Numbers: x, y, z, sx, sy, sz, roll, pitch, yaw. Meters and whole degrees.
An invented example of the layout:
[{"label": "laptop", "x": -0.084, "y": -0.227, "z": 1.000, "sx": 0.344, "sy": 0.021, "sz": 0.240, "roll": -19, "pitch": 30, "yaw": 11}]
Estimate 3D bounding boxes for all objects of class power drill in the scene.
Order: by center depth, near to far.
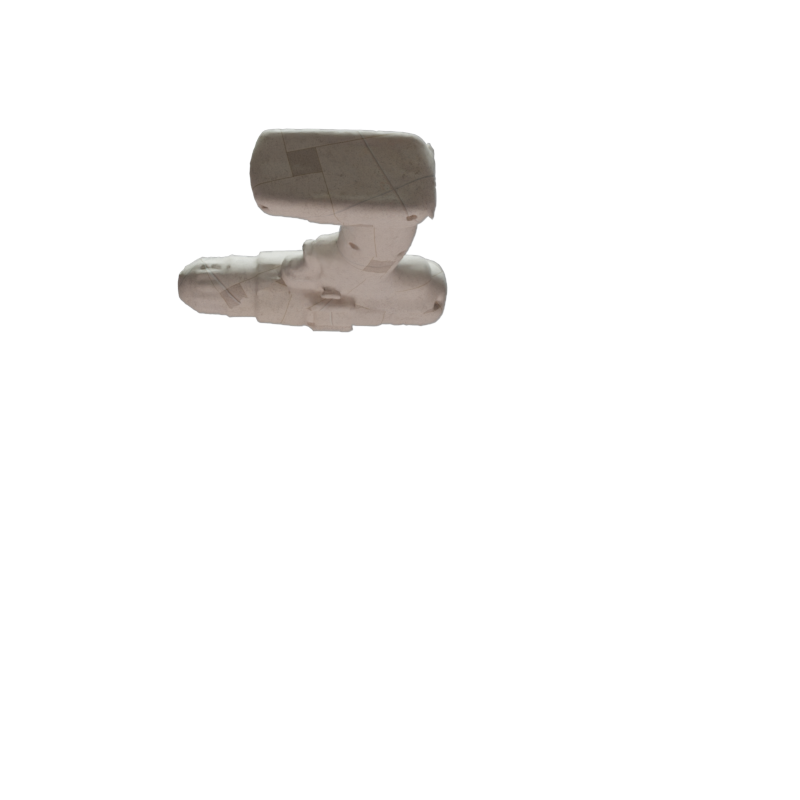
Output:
[{"label": "power drill", "x": -0.055, "y": -0.100, "z": 0.702, "sx": 0.184, "sy": 0.060, "sz": 0.179, "roll": 1, "pitch": -20, "yaw": -3}]
